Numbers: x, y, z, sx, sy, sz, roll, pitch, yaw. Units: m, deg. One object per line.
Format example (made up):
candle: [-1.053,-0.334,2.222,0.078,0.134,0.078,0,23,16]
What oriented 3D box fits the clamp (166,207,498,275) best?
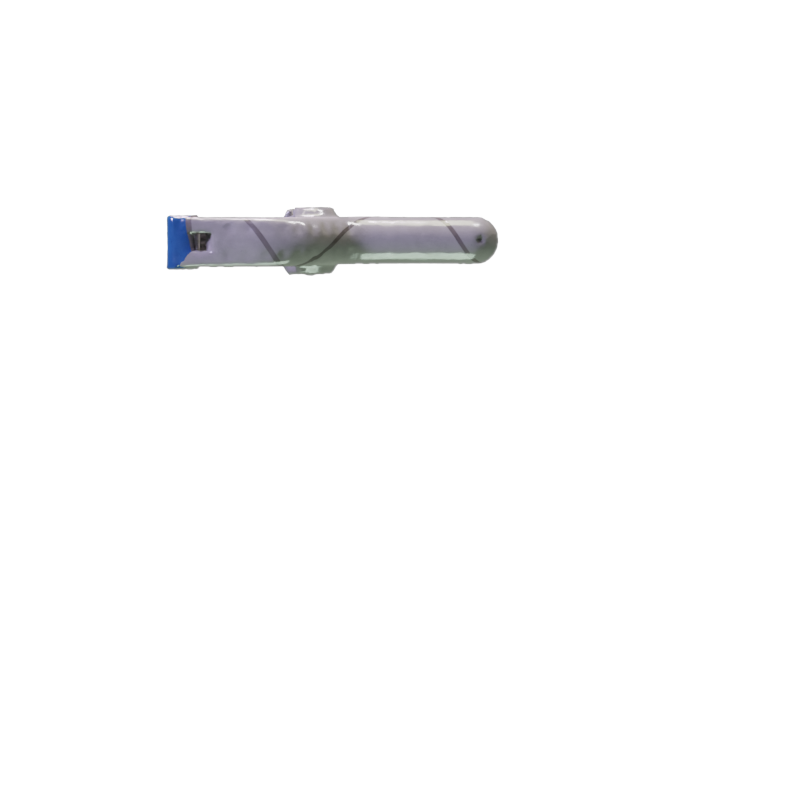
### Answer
clamp: [-0.047,-0.087,0.607,0.167,0.039,0.122,0,1,-20]
